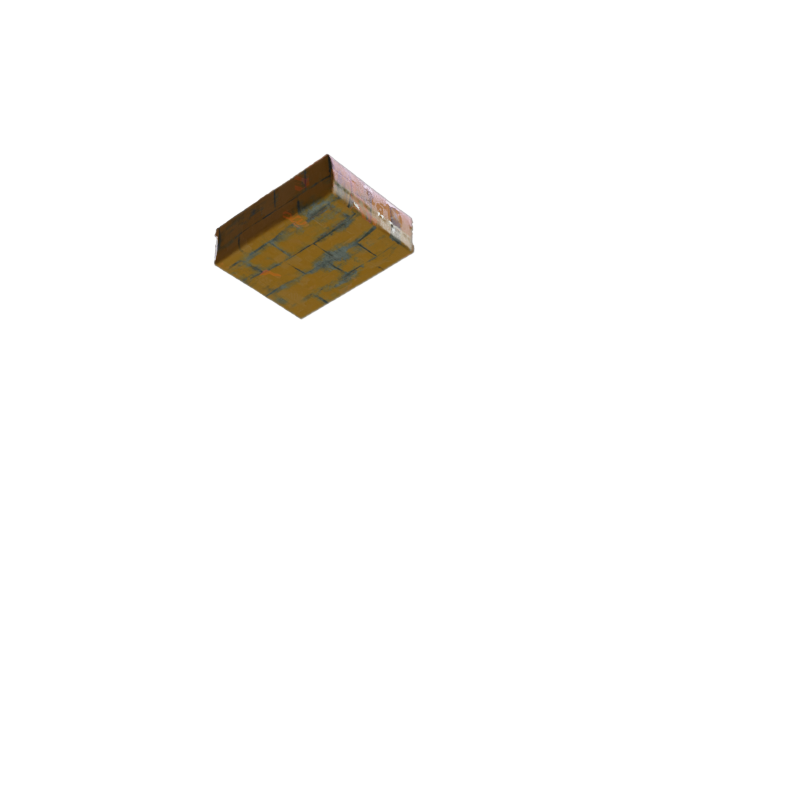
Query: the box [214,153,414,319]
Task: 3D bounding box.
[{"bbox_3d":[-0.061,-0.111,0.775,0.113,0.042,0.084,-26,-42,32],"label":"box"}]
